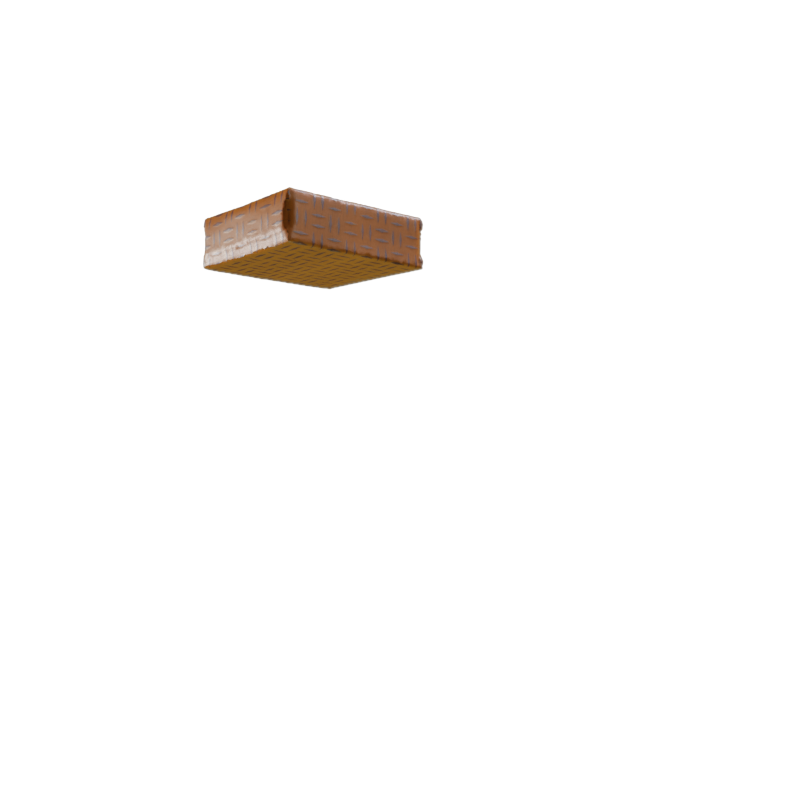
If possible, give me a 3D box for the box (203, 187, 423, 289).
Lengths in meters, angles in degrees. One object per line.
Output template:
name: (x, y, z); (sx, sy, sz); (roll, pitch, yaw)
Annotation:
box: (-0.044, -0.081, 0.566); (0.085, 0.031, 0.075); (5, -9, -40)
